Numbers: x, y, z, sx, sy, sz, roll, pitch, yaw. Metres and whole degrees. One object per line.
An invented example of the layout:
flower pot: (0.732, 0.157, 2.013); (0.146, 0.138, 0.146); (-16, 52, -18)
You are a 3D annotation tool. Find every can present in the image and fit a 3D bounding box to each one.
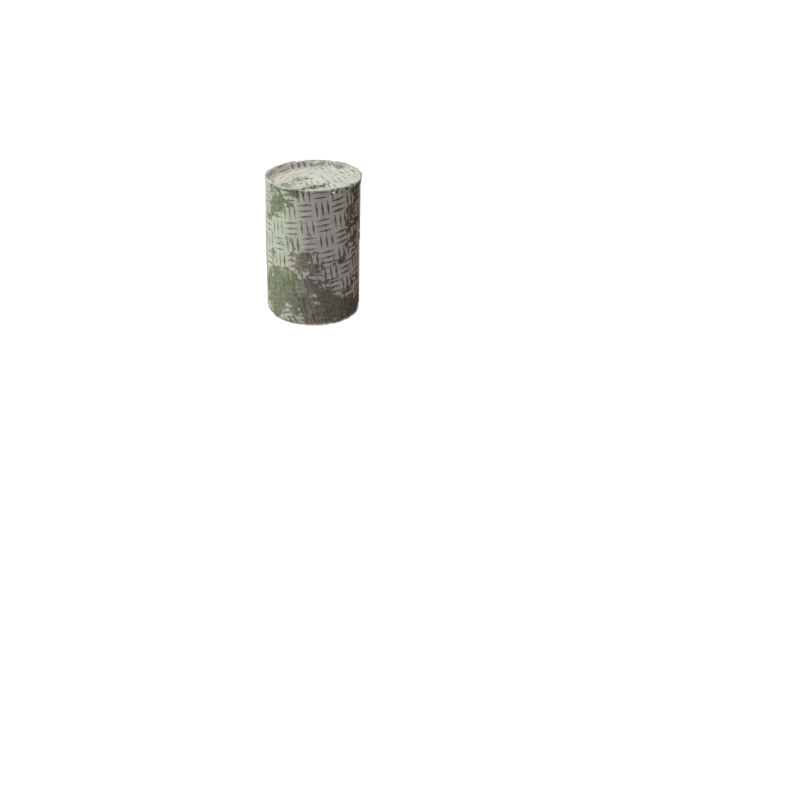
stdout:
can: (-0.062, -0.113, 0.791); (0.068, 0.097, 0.072); (0, 24, -2)
